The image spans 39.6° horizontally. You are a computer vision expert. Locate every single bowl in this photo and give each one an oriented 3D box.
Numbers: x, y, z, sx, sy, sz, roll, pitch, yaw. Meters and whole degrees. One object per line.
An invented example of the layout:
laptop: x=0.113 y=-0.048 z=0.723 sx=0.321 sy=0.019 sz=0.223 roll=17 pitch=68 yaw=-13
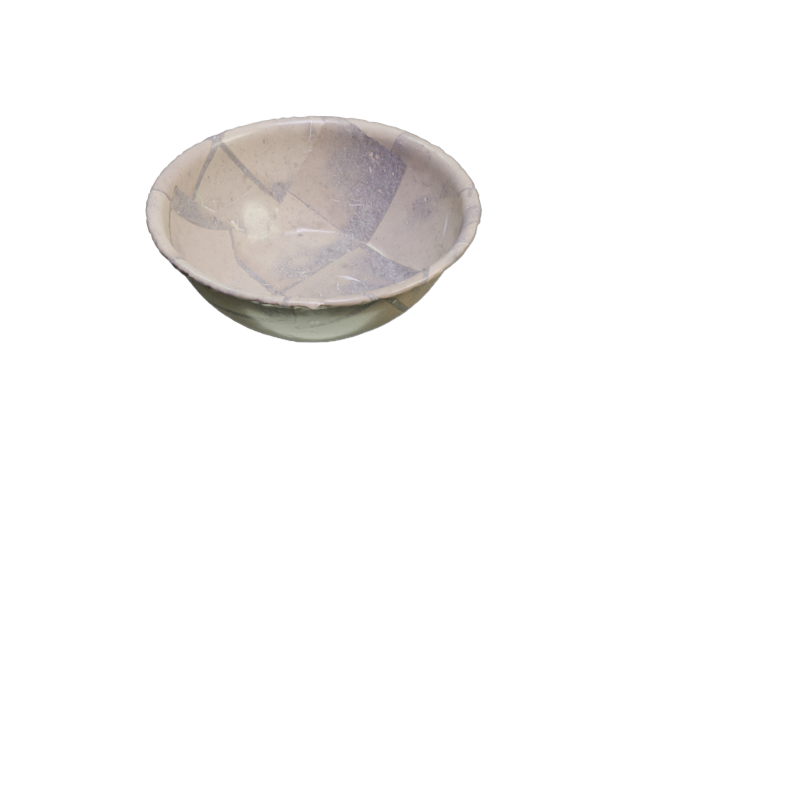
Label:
bowl: x=-0.043 y=-0.079 z=0.551 sx=0.162 sy=0.051 sz=0.174 roll=-1 pitch=41 yaw=-2
